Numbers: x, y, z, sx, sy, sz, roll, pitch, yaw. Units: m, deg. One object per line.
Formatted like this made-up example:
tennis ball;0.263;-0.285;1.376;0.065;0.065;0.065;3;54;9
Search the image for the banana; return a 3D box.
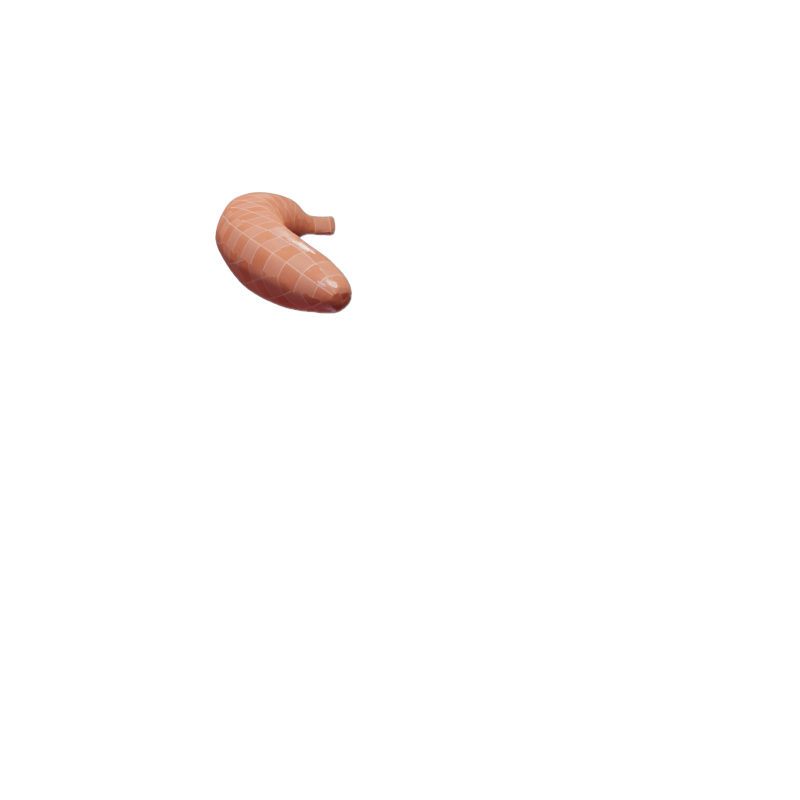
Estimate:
banana;-0.065;-0.086;0.595;0.069;0.035;0.206;-1;20;-4
